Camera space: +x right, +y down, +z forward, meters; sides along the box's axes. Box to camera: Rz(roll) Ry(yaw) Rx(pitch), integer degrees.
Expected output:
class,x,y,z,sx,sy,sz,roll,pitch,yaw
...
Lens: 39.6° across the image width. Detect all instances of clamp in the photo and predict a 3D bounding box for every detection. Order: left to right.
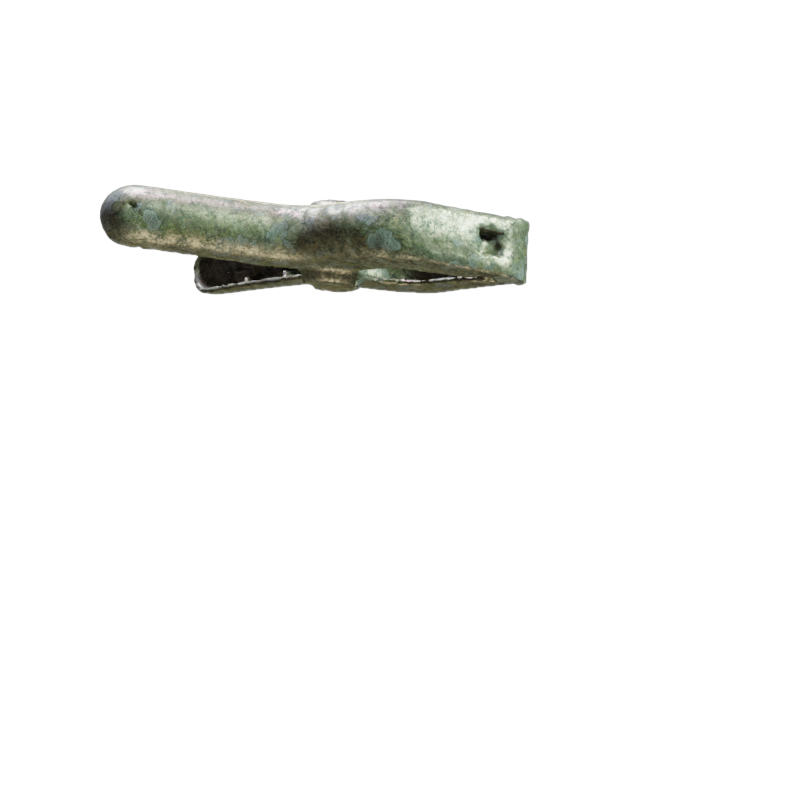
class,x,y,z,sx,sy,sz,roll,pitch,yaw
clamp,-0.036,-0.066,0.466,0.176,0.040,0.116,0,-2,22
